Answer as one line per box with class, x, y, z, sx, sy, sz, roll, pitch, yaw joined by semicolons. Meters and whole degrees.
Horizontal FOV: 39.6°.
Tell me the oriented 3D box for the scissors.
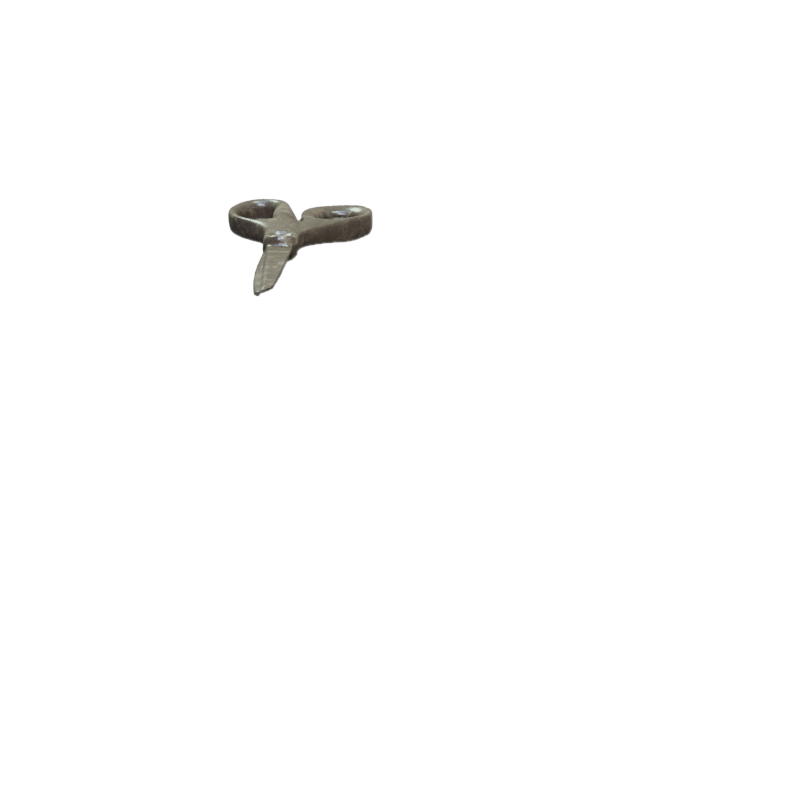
scissors;-0.048;-0.087;0.612;0.095;0.015;0.213;-5;21;-14
